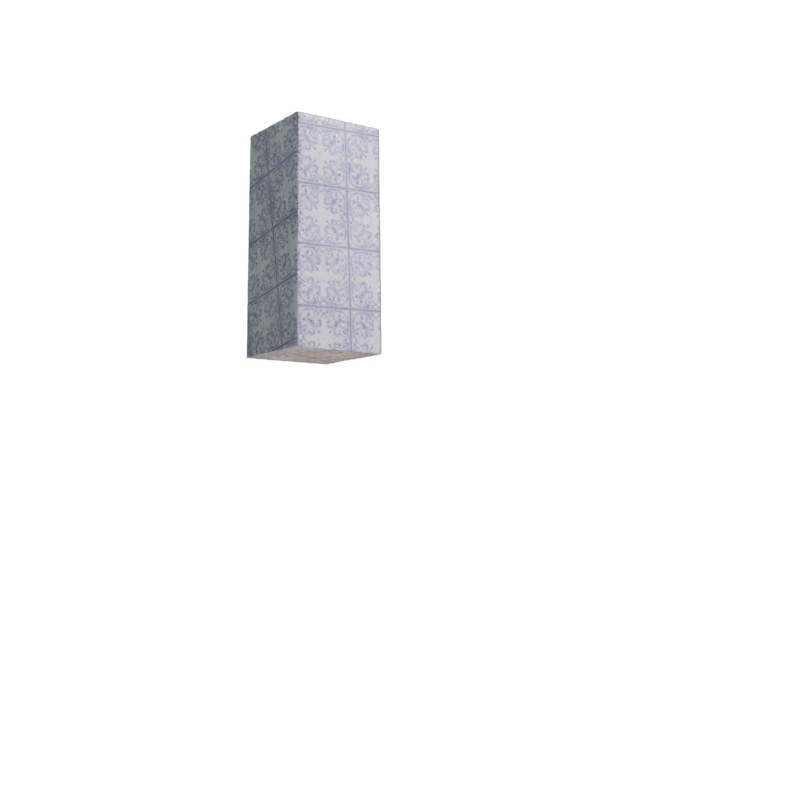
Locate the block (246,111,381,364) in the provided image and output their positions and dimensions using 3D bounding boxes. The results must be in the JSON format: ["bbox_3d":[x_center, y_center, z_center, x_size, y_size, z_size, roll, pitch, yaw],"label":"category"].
[{"bbox_3d":[-0.078,-0.142,0.995,0.087,0.213,0.091,7,-14,-34],"label":"block"}]
